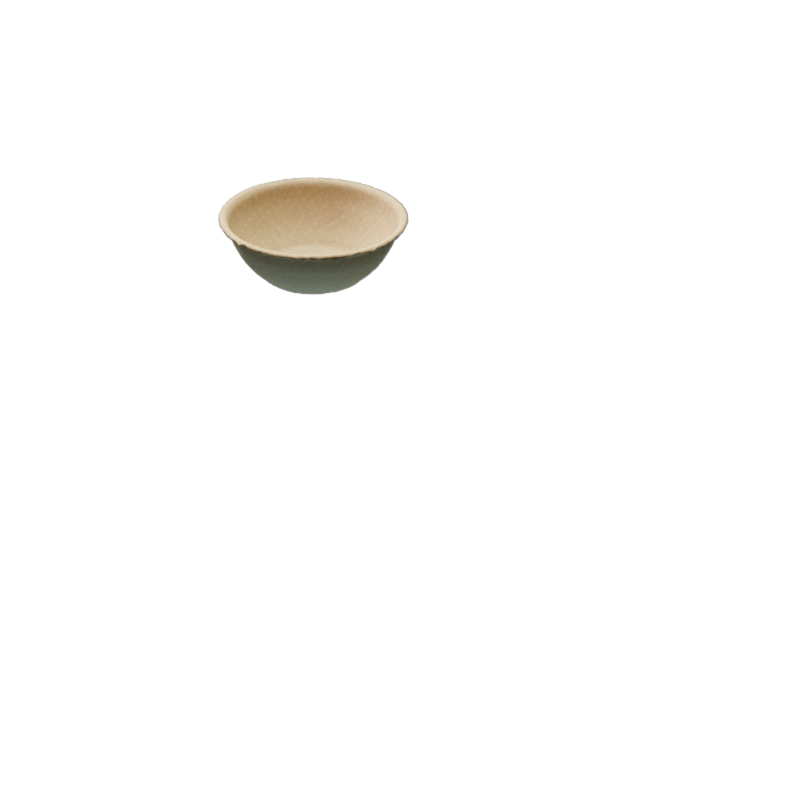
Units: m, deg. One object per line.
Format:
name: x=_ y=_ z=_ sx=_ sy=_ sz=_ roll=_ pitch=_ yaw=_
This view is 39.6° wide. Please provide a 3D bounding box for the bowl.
bowl: x=-0.075 y=-0.136 z=0.955 sx=0.162 sy=0.052 sz=0.173 roll=-1 pitch=33 yaw=-2
